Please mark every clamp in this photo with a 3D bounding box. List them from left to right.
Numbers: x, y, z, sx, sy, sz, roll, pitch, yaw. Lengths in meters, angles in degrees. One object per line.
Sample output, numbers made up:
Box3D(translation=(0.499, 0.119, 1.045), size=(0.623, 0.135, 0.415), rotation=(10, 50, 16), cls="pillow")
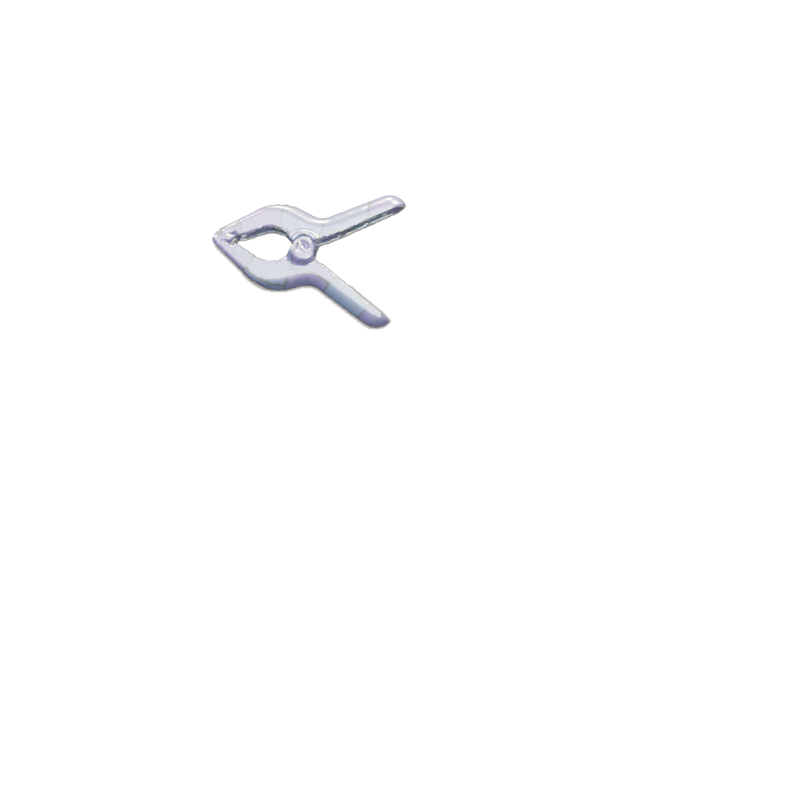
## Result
Box3D(translation=(-0.077, -0.141, 0.987), size=(0.173, 0.124, 0.037), rotation=(16, -19, 6), cls="clamp")
